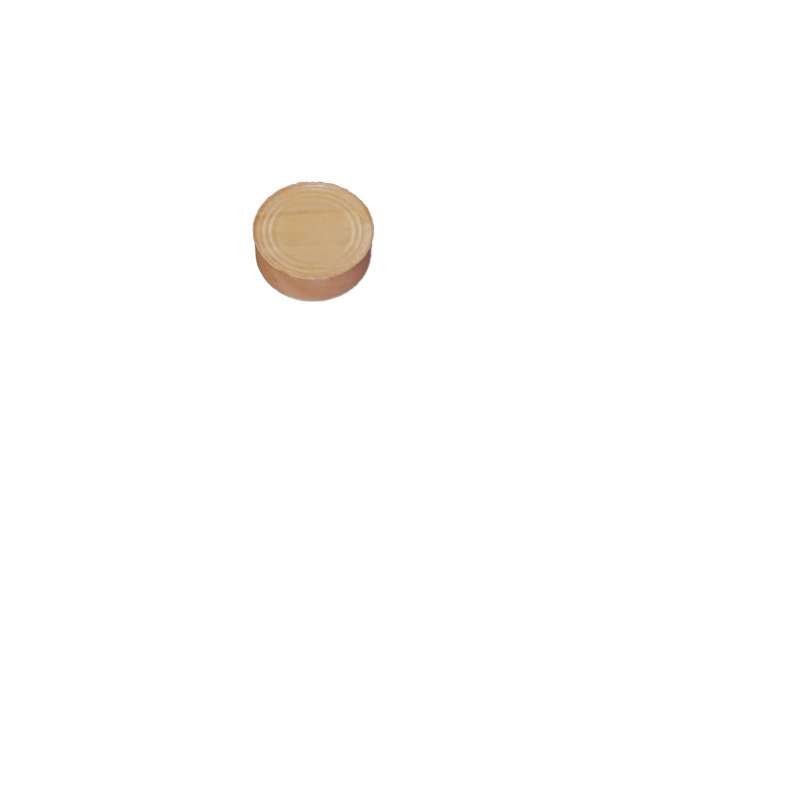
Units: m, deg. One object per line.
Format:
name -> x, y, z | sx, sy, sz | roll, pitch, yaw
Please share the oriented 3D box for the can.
can -> -0.062, -0.113, 0.794 | 0.086, 0.092, 0.031 | -1, -33, -1
